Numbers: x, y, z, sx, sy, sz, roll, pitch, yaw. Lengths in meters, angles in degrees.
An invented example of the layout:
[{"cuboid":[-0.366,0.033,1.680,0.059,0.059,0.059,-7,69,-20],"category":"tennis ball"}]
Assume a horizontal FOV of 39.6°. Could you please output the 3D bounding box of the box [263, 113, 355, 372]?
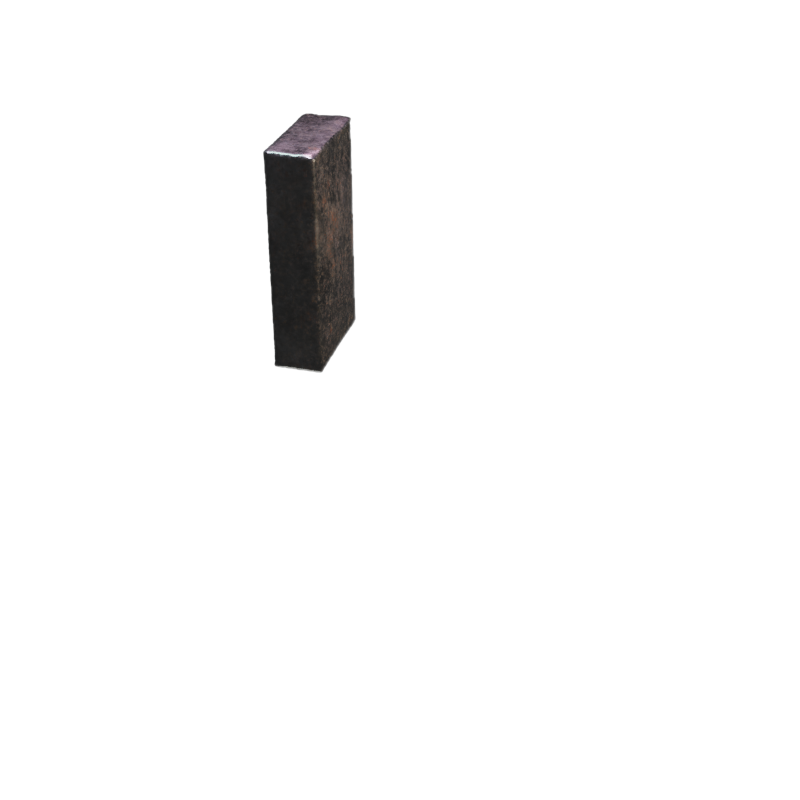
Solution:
[{"cuboid":[-0.066,-0.121,0.847,0.049,0.166,0.097,9,29,12],"category":"box"}]
